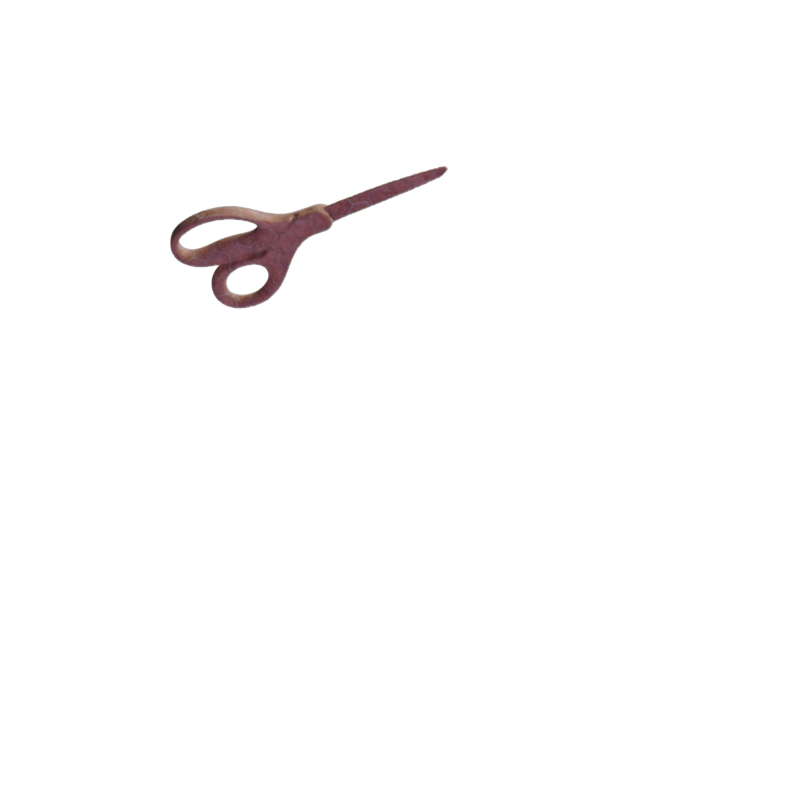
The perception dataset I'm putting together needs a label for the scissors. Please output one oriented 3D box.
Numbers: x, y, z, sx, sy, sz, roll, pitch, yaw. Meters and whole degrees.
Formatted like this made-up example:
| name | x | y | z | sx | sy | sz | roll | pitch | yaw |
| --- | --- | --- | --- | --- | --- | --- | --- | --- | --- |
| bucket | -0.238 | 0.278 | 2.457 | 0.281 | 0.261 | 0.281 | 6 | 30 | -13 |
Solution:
| name | x | y | z | sx | sy | sz | roll | pitch | yaw |
| --- | --- | --- | --- | --- | --- | --- | --- | --- | --- |
| scissors | -0.062 | -0.113 | 0.789 | 0.203 | 0.089 | 0.017 | -7 | 41 | 6 |
